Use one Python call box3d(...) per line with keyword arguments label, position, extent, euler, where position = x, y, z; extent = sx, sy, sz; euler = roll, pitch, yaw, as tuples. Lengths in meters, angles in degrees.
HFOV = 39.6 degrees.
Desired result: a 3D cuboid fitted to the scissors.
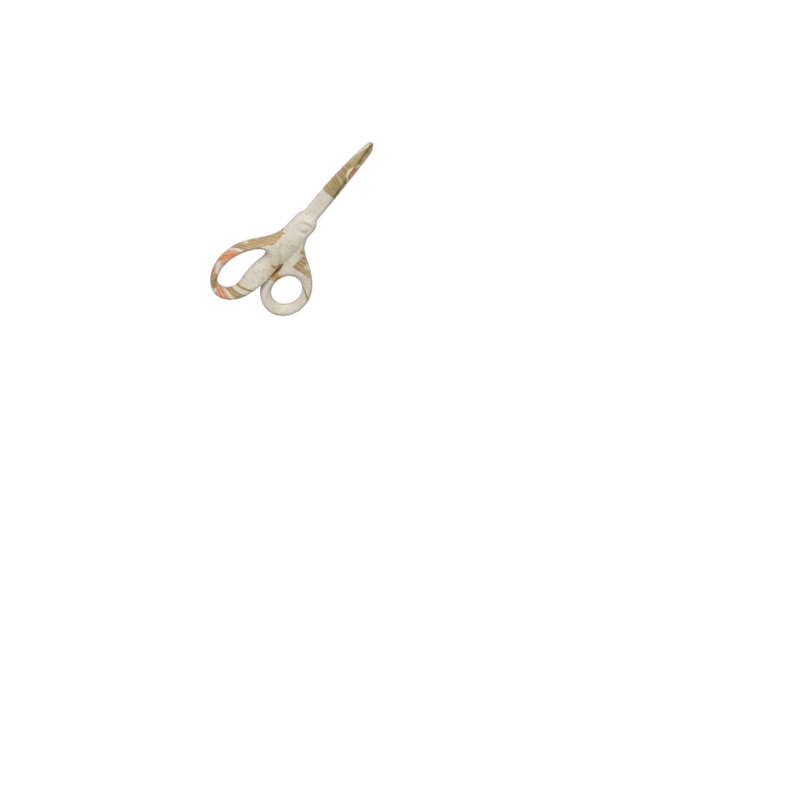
box3d(label="scissors", position=(-0.073, -0.133, 0.930), extent=(0.201, 0.017, 0.090), euler=(-30, -53, 26))
